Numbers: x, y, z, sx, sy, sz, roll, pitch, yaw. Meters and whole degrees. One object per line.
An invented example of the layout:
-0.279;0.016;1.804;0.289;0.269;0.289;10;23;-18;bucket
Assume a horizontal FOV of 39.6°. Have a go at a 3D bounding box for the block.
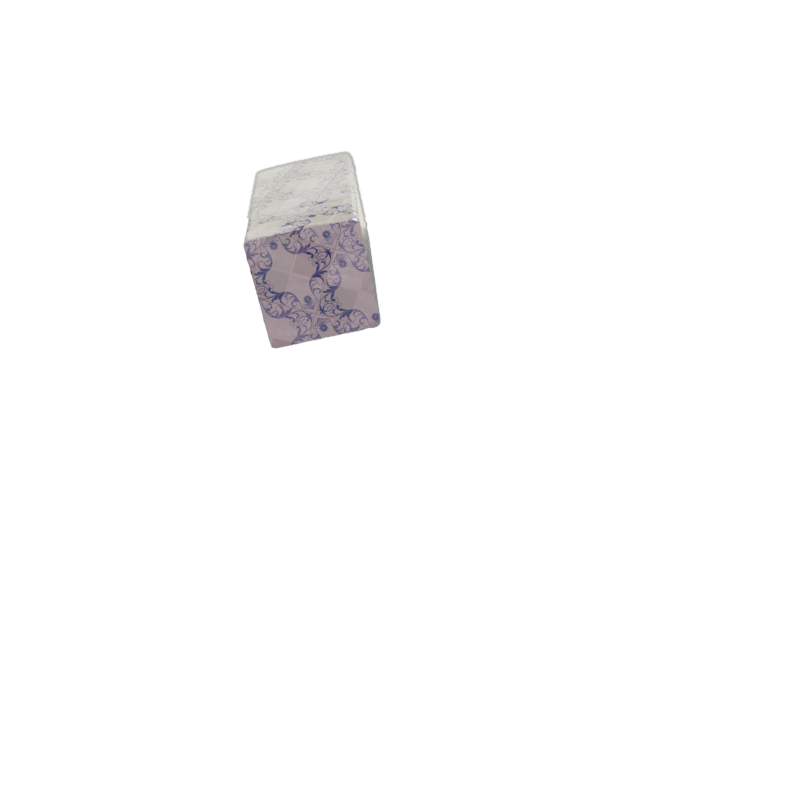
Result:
-0.072;-0.133;0.931;0.090;0.086;0.217;-12;24;2;block
